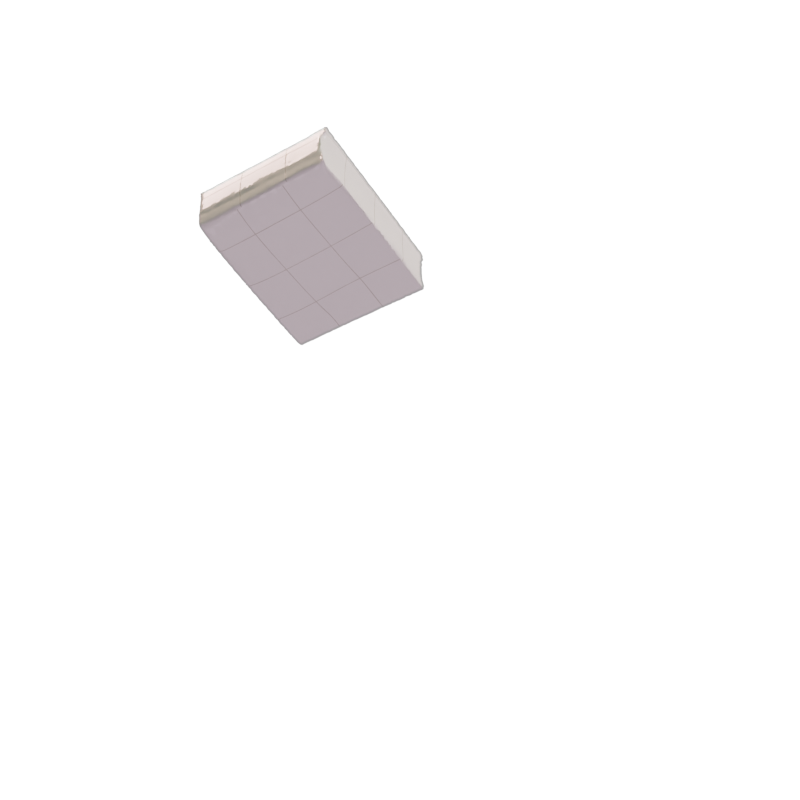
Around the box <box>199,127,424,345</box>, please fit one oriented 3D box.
[{"bbox_3d":[-0.051,-0.093,0.654,0.090,0.042,0.105,-25,-52,21],"label":"box"}]
